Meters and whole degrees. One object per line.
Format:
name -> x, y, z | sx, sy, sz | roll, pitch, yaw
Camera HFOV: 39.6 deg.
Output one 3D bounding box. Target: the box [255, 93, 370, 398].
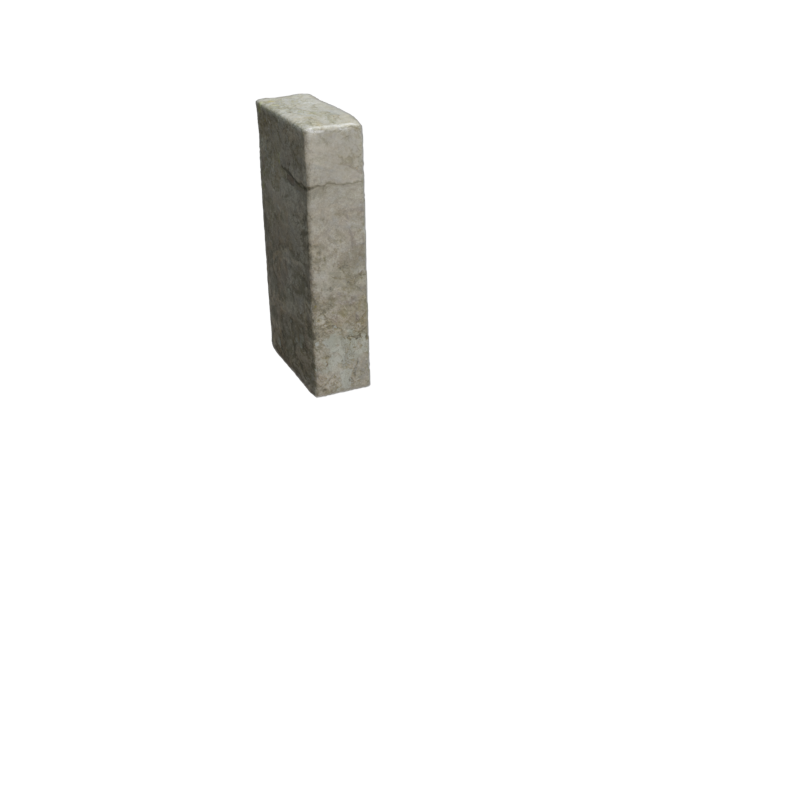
box -> -0.056, -0.102, 0.716 | 0.047, 0.168, 0.100 | -8, 24, -23
